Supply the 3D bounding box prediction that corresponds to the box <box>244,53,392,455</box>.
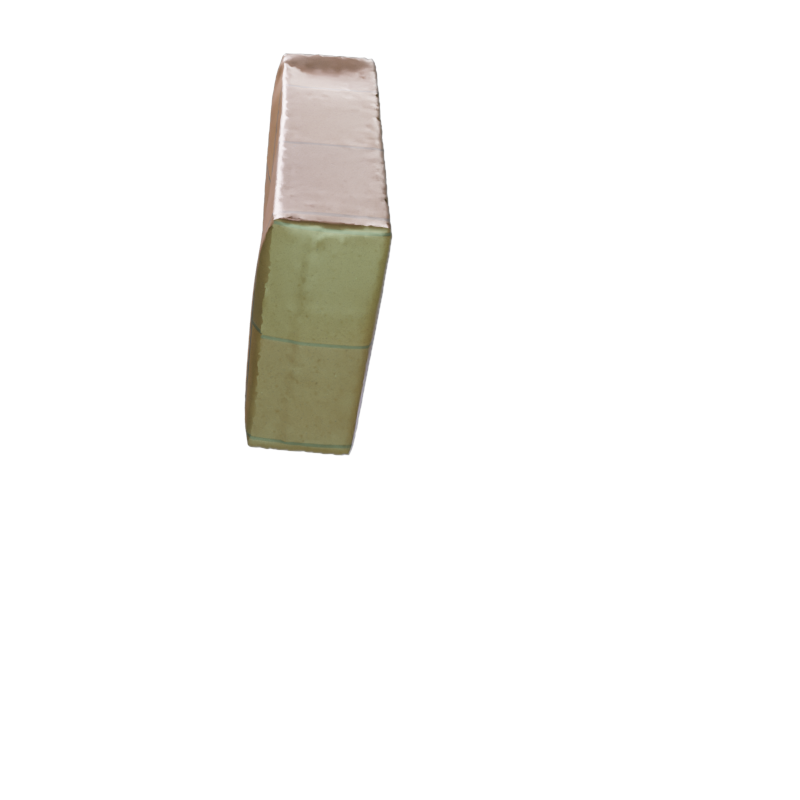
[{"bbox_3d":[-0.055,-0.100,0.698,0.071,0.154,0.229,5,38,-8],"label":"box"}]
